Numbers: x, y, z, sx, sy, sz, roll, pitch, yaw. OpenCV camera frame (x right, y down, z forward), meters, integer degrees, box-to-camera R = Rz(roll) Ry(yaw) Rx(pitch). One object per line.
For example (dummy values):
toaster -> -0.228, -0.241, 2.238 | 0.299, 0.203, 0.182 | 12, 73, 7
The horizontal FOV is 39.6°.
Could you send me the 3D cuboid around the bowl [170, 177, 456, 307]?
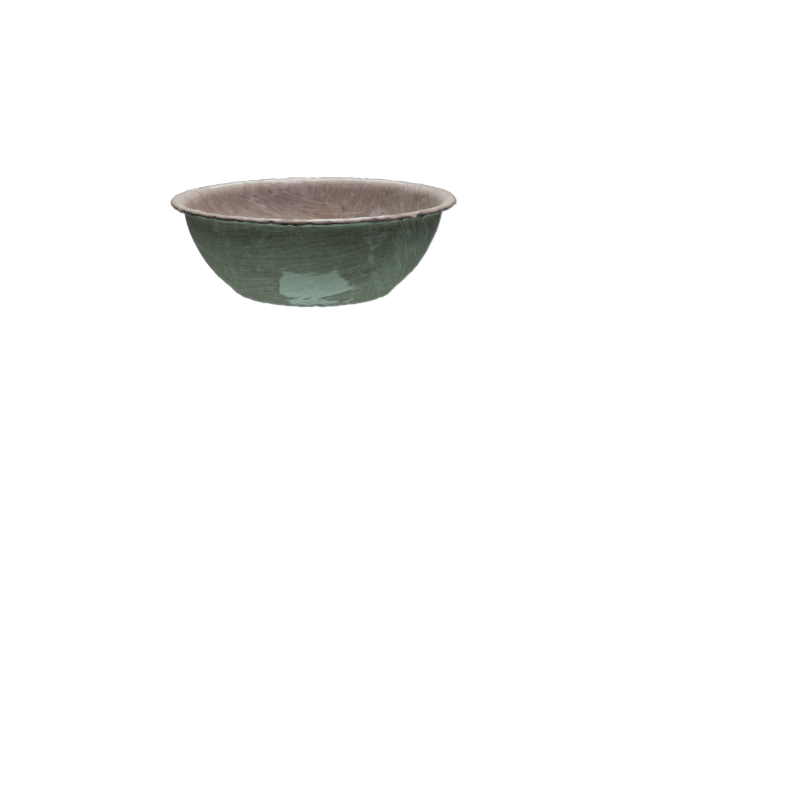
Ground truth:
bowl -> -0.050, -0.090, 0.633 | 0.162, 0.053, 0.168 | -1, 18, -2
